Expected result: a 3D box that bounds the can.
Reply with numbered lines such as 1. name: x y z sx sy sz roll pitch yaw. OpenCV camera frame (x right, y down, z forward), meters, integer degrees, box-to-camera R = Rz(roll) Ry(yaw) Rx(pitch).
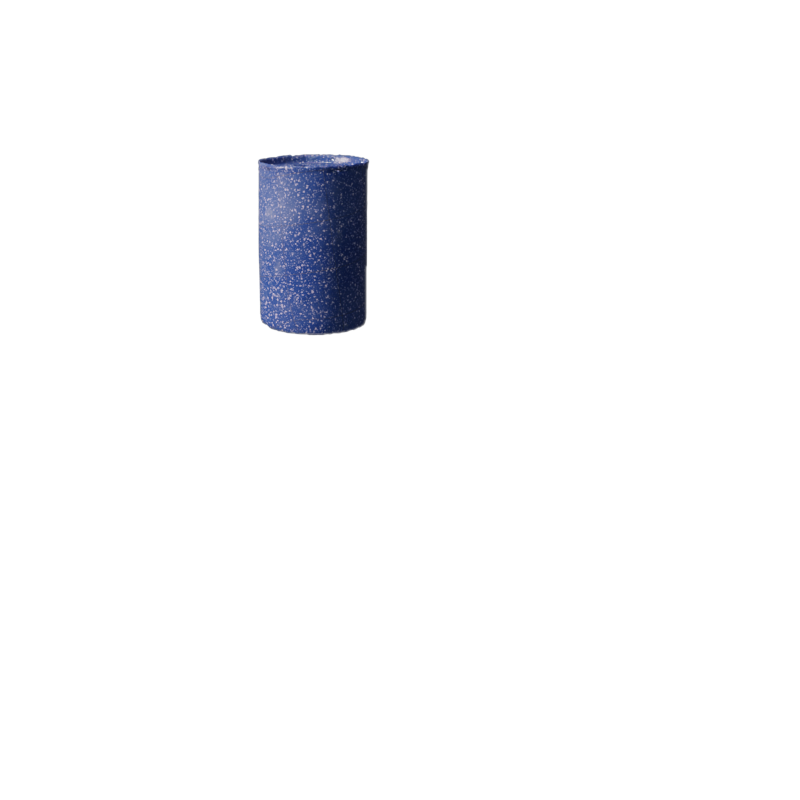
1. can: -0.054 -0.098 0.684 0.068 0.099 0.071 0 13 -2
